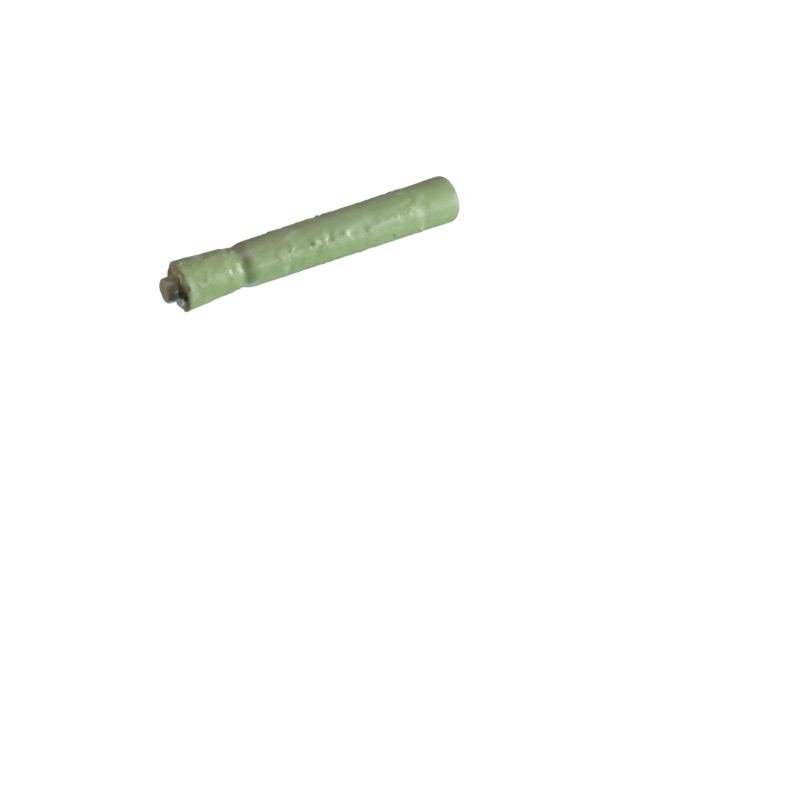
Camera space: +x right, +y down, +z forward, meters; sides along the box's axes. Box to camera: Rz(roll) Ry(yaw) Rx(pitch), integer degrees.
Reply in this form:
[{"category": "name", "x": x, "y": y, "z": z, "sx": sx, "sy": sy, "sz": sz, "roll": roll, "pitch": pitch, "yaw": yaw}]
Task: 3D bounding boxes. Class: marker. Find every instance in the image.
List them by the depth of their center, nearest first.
[{"category": "marker", "x": -0.032, "y": -0.059, "z": 0.410, "sx": 0.120, "sy": 0.019, "sz": 0.020, "roll": -22, "pitch": 14, "yaw": -25}]
